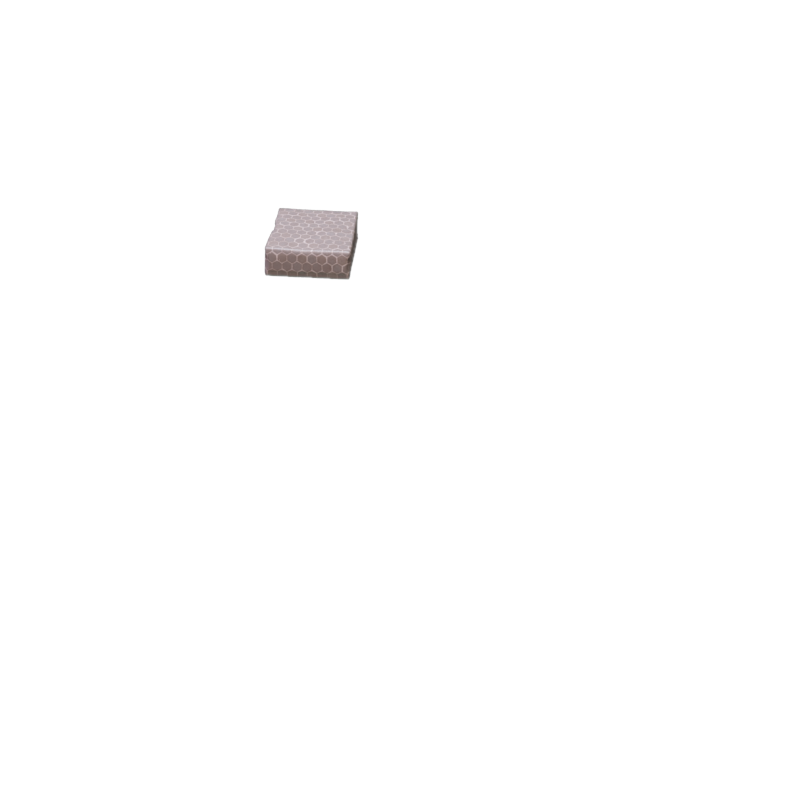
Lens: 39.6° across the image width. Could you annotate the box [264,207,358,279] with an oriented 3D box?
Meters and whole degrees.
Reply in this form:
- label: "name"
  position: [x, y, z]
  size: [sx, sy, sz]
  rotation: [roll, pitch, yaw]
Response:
- label: "box"
  position: [-0.076, -0.139, 0.971]
  size: [0.074, 0.028, 0.094]
  rotation: [3, 32, 4]
